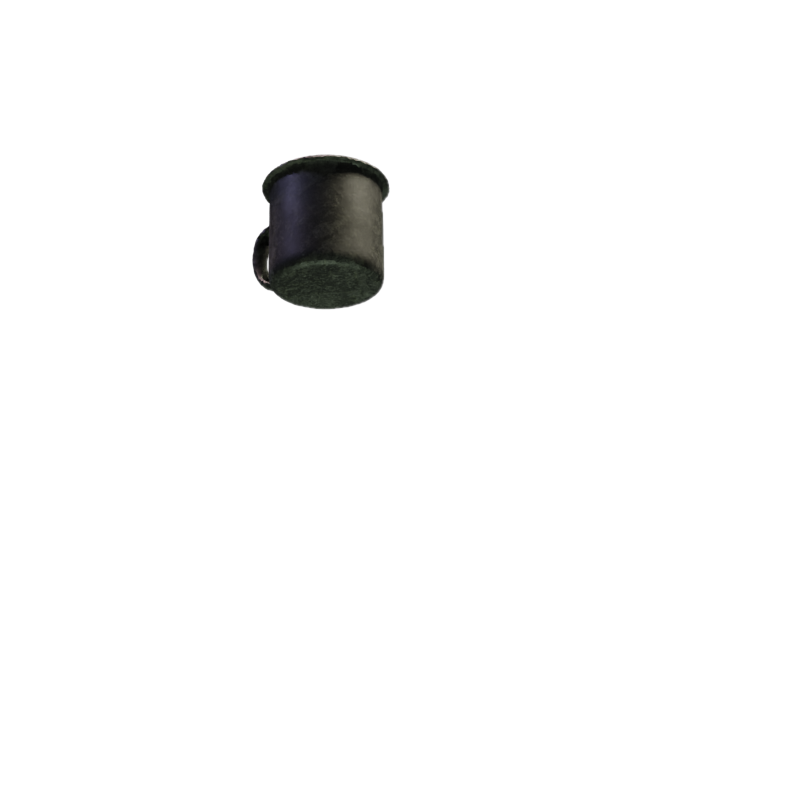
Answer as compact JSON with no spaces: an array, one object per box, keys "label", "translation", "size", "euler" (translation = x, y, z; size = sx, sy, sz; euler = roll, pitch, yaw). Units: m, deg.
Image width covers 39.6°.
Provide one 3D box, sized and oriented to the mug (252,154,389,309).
[{"label":"mug","translation":[-0.063,-0.114,0.799],"size":[0.119,0.086,0.087],"euler":[-17,-28,34]}]
